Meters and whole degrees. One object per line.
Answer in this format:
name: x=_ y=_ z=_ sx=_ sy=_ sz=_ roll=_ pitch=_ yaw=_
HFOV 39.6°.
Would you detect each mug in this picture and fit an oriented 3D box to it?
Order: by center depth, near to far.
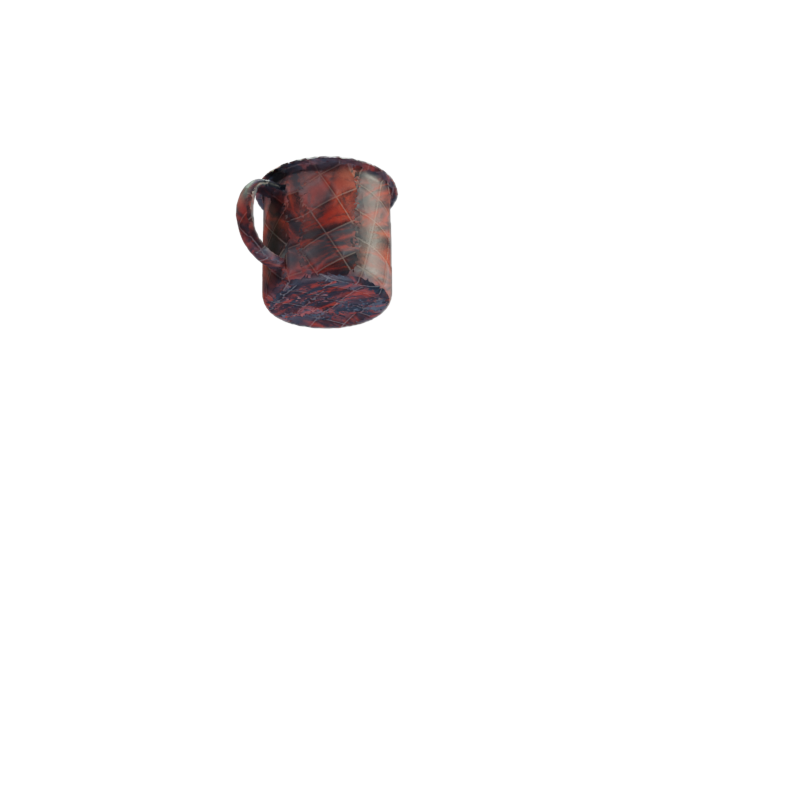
mug: x=-0.055 y=-0.100 z=0.700 sx=0.094 sy=0.086 sz=0.110 roll=-22 pitch=-31 yaw=39
